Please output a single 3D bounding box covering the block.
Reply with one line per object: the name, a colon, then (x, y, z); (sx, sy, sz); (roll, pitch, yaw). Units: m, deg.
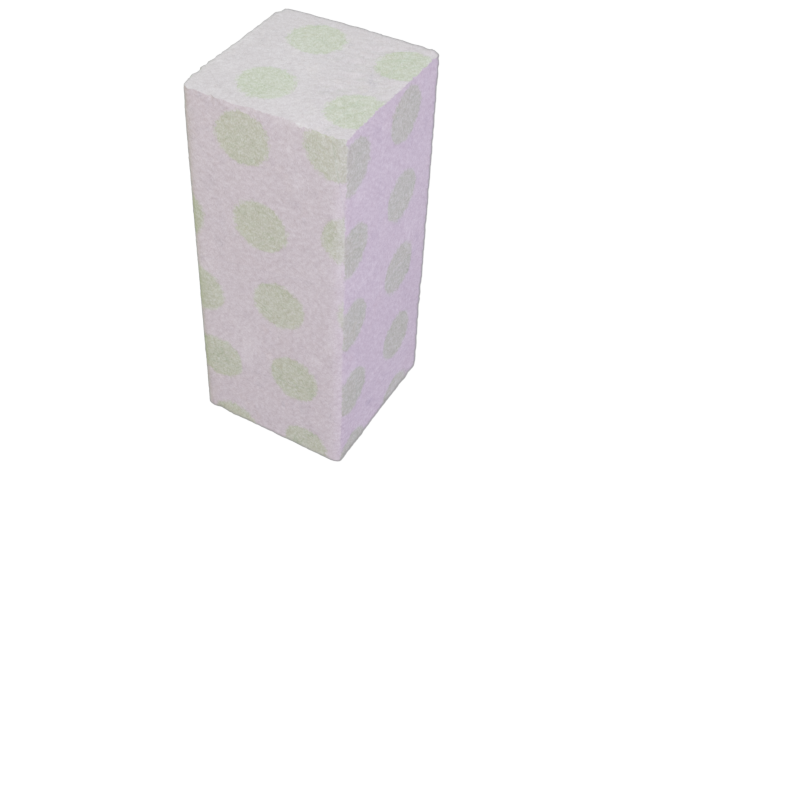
block: (-0.045, -0.082, 0.572); (0.094, 0.192, 0.093); (23, 46, 19)
